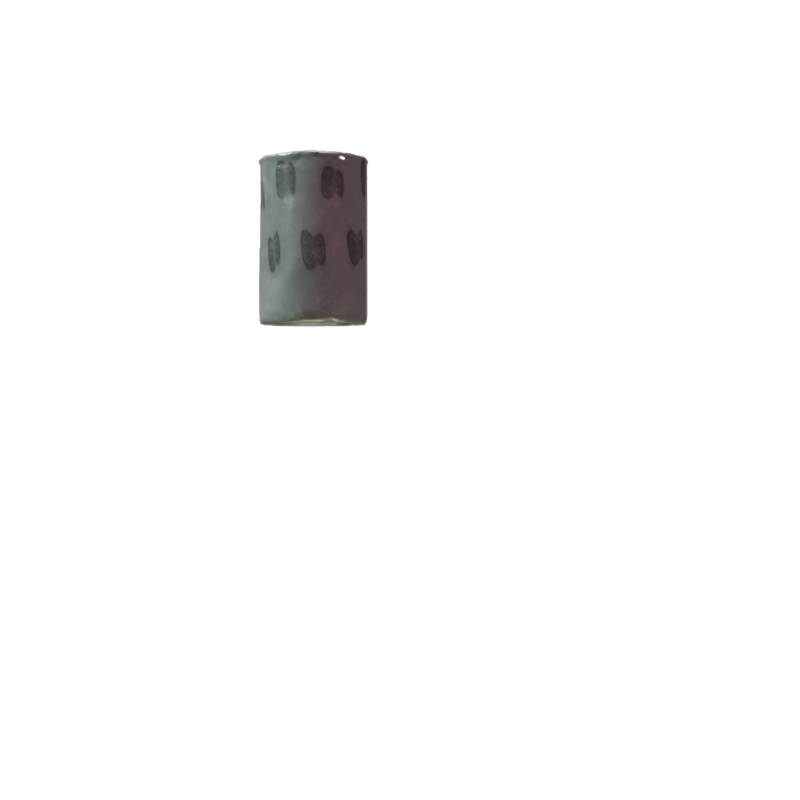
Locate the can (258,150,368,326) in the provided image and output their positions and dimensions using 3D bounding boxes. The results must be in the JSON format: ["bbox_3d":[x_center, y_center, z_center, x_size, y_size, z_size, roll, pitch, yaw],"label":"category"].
[{"bbox_3d":[-0.053,-0.097,0.682,0.068,0.104,0.068,0,-4,-2],"label":"can"}]
